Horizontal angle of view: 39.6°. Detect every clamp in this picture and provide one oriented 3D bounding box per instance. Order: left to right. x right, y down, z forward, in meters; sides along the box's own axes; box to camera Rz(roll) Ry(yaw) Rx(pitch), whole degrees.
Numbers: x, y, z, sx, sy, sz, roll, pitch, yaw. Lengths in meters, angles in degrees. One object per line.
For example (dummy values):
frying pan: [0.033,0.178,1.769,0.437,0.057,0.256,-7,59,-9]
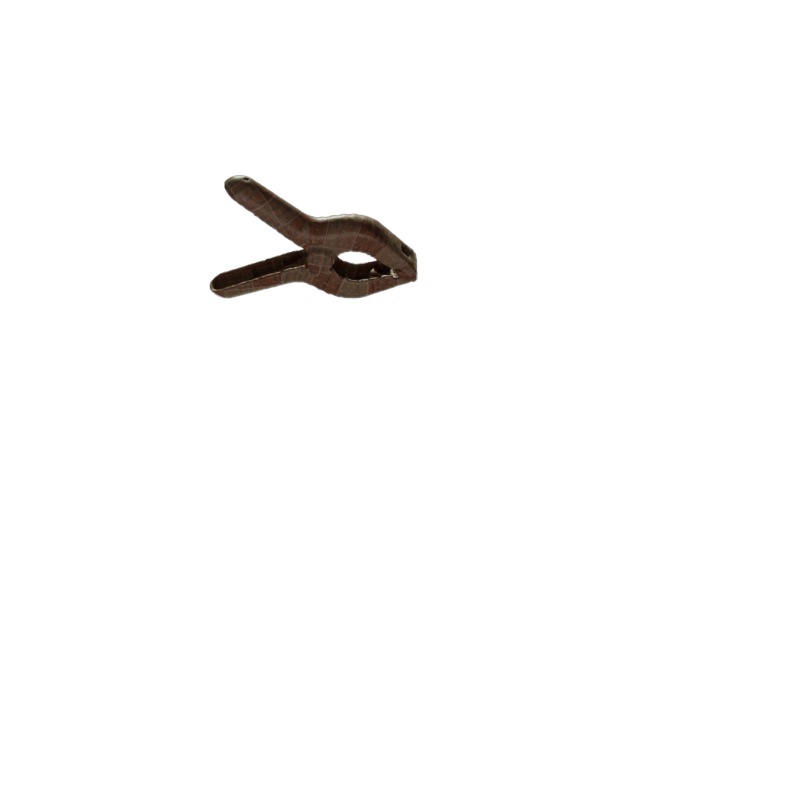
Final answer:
clamp: [-0.070,-0.127,0.890,0.171,0.042,0.112,1,-41,-1]
